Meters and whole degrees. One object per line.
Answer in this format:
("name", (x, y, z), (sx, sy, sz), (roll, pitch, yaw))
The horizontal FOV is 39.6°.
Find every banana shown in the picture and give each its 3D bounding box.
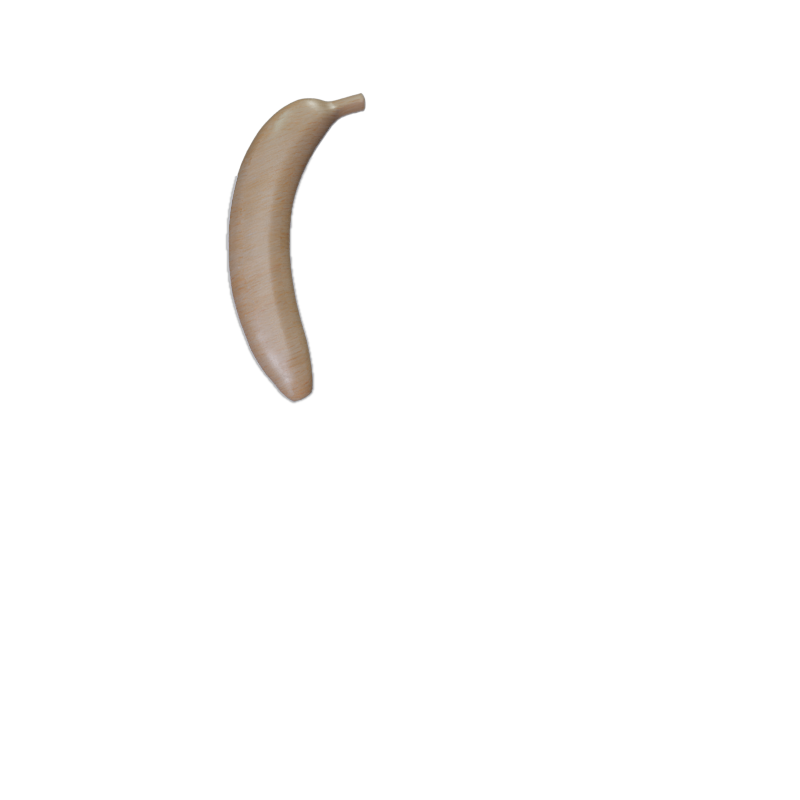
("banana", (-0.069, -0.102, 0.663), (0.070, 0.204, 0.036), (10, -13, 1))
